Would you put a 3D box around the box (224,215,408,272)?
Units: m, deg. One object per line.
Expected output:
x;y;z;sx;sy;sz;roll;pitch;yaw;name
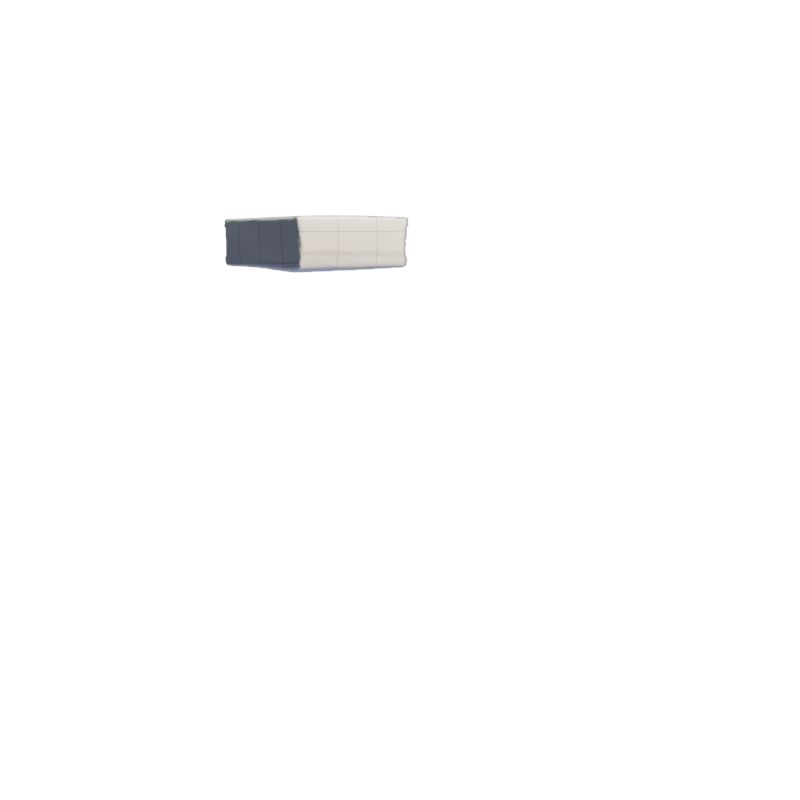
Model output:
-0.062;-0.113;0.788;0.087;0.038;0.119;-6;11;-32;box
